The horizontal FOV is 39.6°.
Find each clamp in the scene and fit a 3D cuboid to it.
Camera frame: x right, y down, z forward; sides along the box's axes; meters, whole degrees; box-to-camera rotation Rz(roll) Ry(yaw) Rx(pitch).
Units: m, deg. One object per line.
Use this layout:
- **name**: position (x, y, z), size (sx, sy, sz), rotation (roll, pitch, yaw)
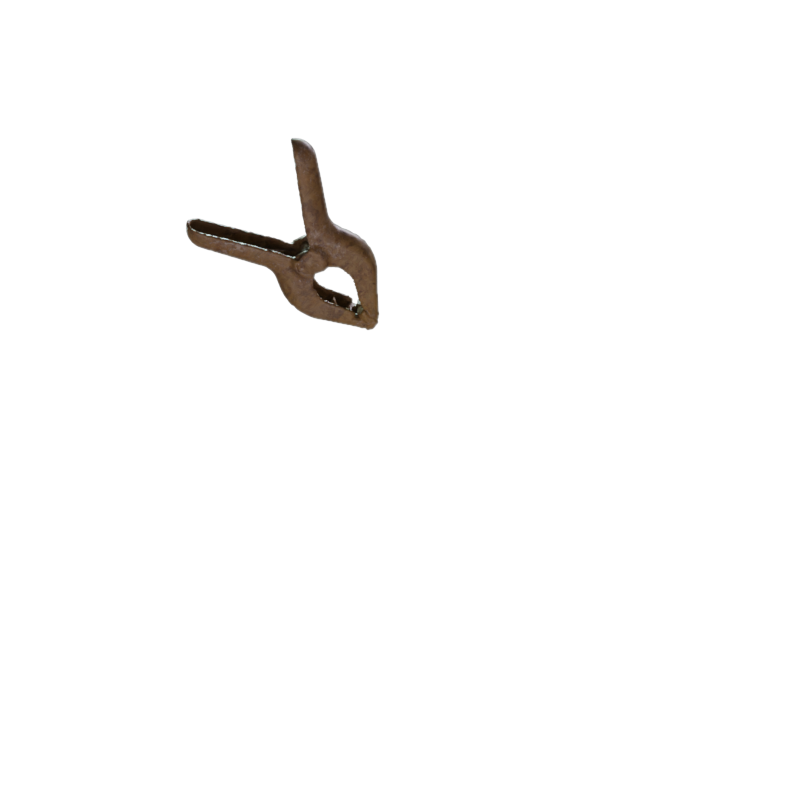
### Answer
- **clamp**: position (-0.068, -0.124, 0.868), size (0.162, 0.042, 0.118), rotation (35, -60, -25)
